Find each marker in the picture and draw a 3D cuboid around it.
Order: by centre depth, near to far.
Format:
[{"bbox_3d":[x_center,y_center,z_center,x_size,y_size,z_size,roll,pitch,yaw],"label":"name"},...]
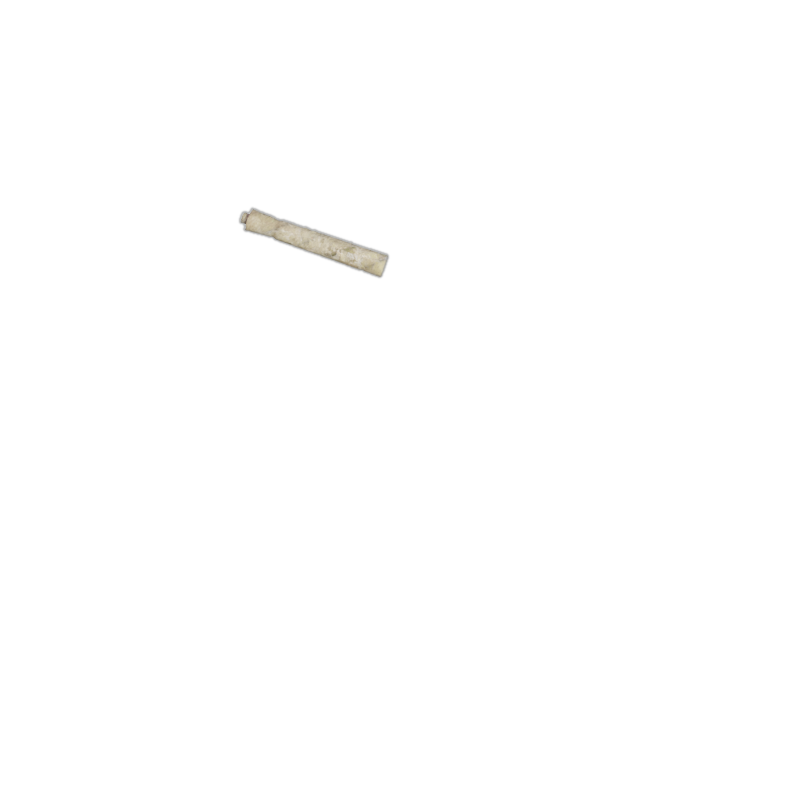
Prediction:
[{"bbox_3d":[-0.069,-0.126,0.881,0.122,0.020,0.020,20,4,4],"label":"marker"}]
